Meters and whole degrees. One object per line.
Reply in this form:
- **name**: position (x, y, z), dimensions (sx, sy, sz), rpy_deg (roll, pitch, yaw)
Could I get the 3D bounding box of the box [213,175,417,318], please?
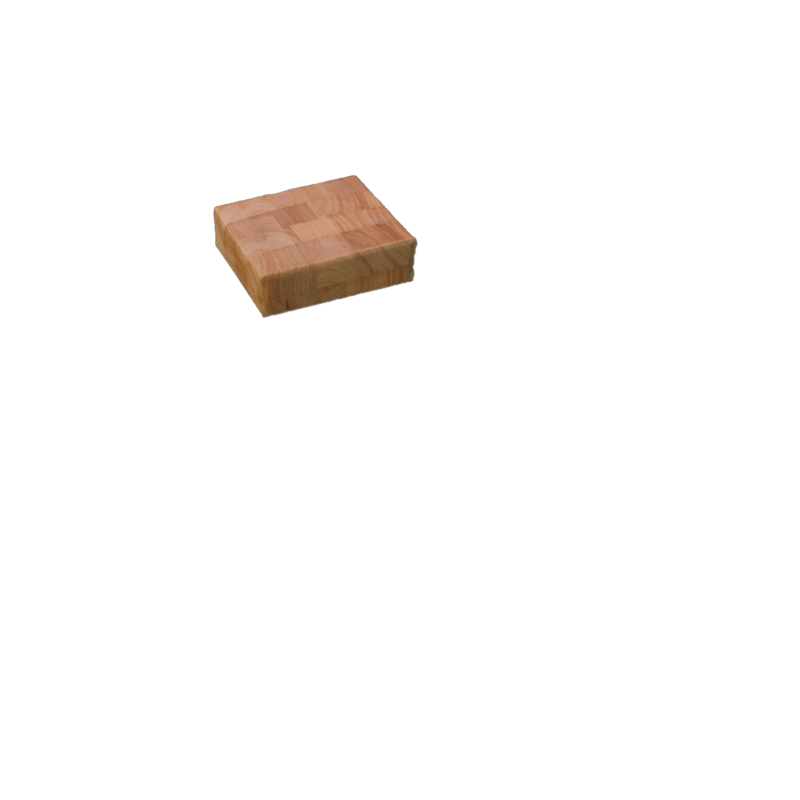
- **box**: position (-0.046, -0.085, 0.592), dimensions (0.088, 0.028, 0.079), rpy_deg (-16, 42, -20)
